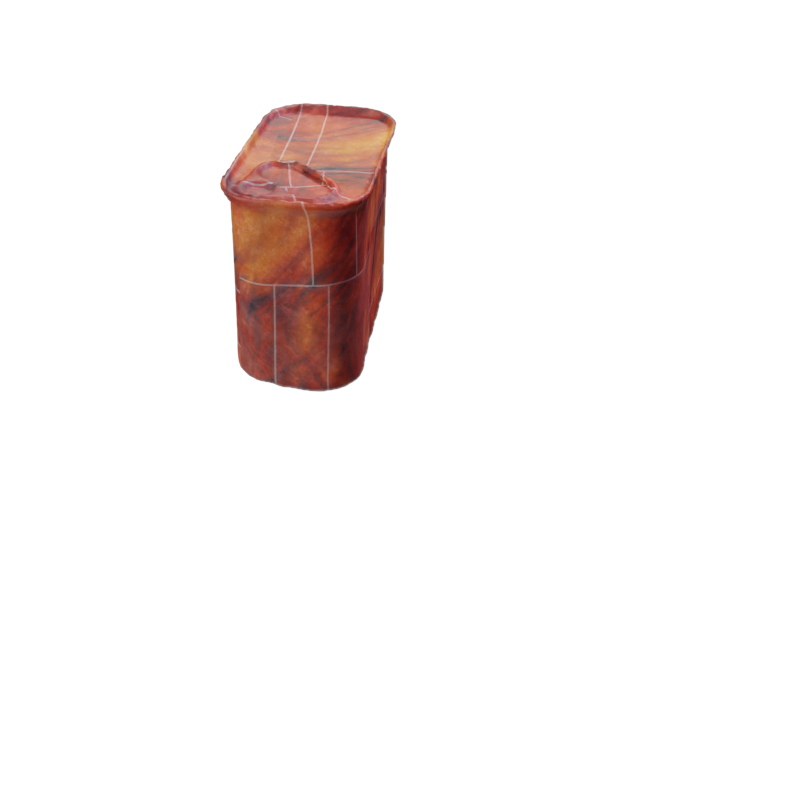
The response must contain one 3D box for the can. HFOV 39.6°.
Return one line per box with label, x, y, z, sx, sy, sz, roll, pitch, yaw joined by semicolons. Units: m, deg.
can;-0.036;-0.065;0.458;0.058;0.079;0.107;5;32;6
